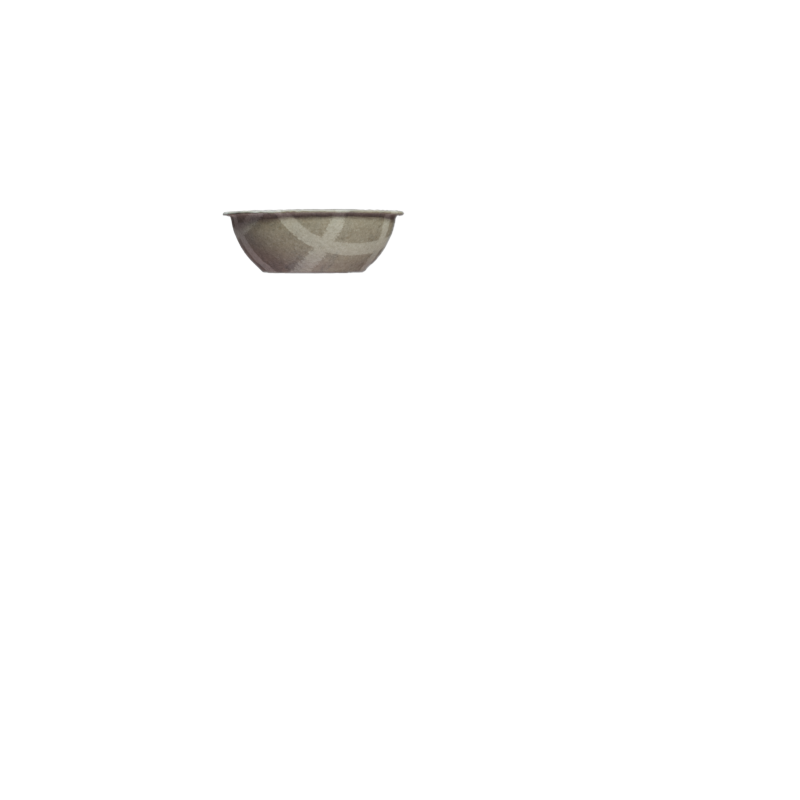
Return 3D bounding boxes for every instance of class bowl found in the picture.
[{"bbox_3d":[-0.077,-0.141,0.988,0.162,0.055,0.164,0,7,-2],"label":"bowl"}]
